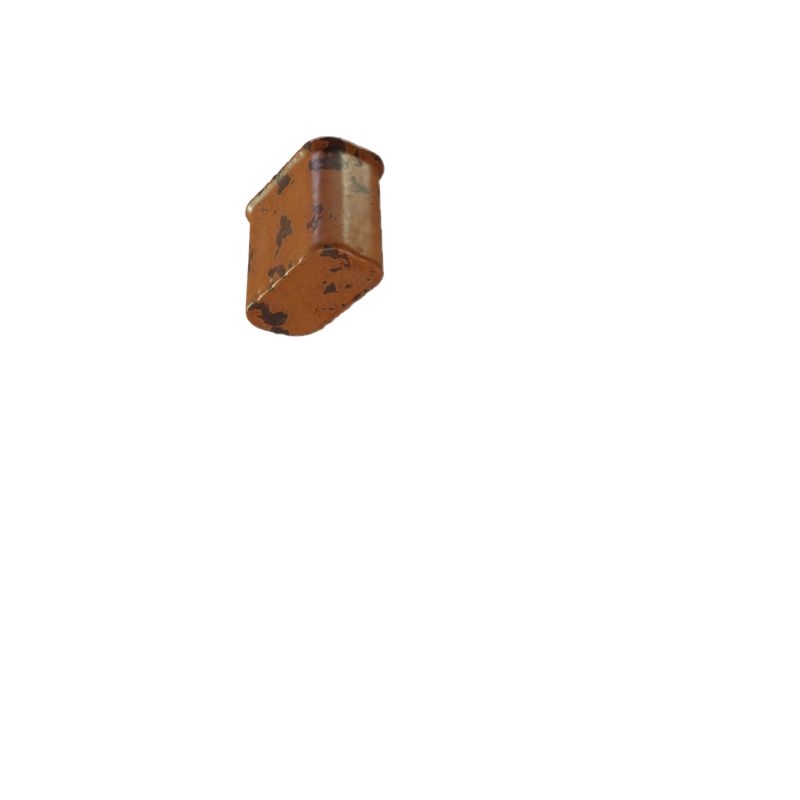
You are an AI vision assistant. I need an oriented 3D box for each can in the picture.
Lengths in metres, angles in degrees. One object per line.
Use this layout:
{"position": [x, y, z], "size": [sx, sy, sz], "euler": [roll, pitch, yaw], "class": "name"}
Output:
{"position": [-0.054, -0.097, 0.682], "size": [0.054, 0.090, 0.100], "euler": [21, -39, -31], "class": "can"}
